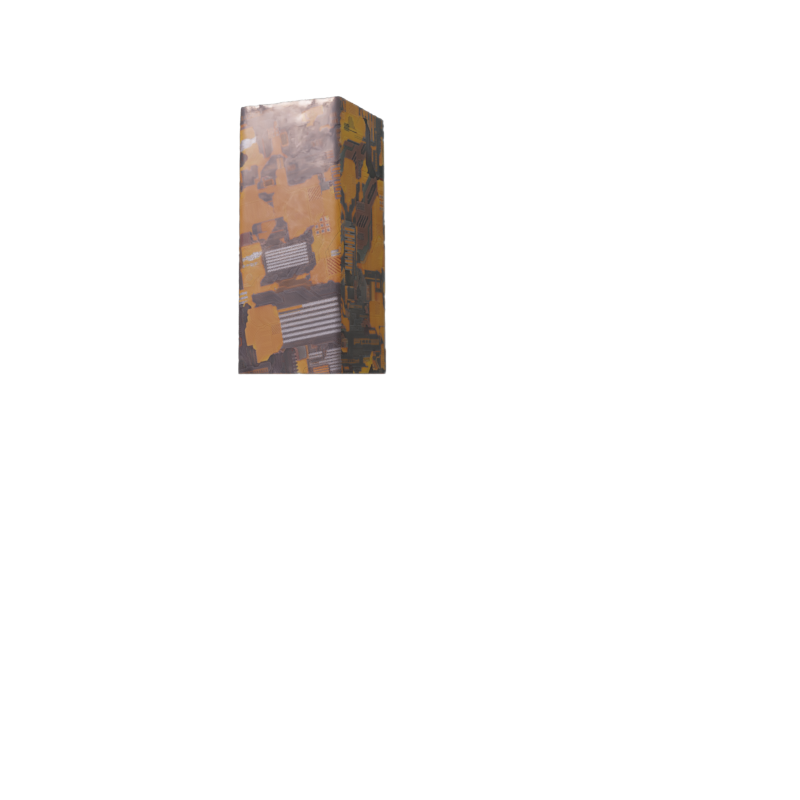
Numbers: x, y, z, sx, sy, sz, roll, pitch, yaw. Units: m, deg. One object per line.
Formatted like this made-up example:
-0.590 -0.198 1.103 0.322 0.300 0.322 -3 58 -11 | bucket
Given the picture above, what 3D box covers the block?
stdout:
-0.069 -0.124 0.870 0.092 0.209 0.087 -3 -6 23 | block
